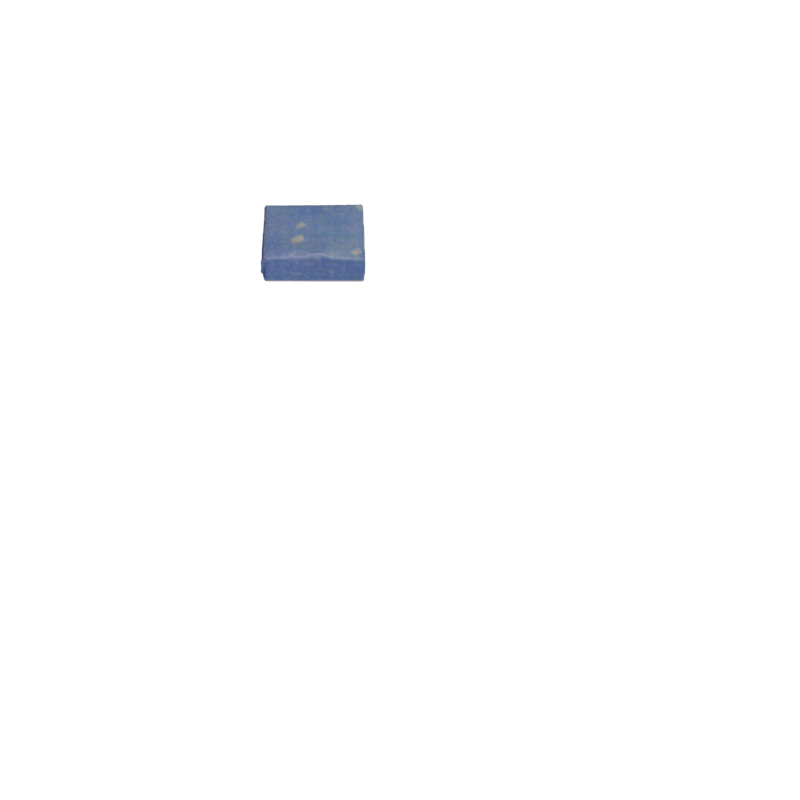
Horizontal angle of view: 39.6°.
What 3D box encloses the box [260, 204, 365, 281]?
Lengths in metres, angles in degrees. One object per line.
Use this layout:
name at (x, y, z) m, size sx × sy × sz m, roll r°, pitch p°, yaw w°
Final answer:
box at (-0.076, -0.138, 0.967) m, size 0.089 × 0.078 × 0.028 m, roll 0°, pitch -44°, yaw -1°
